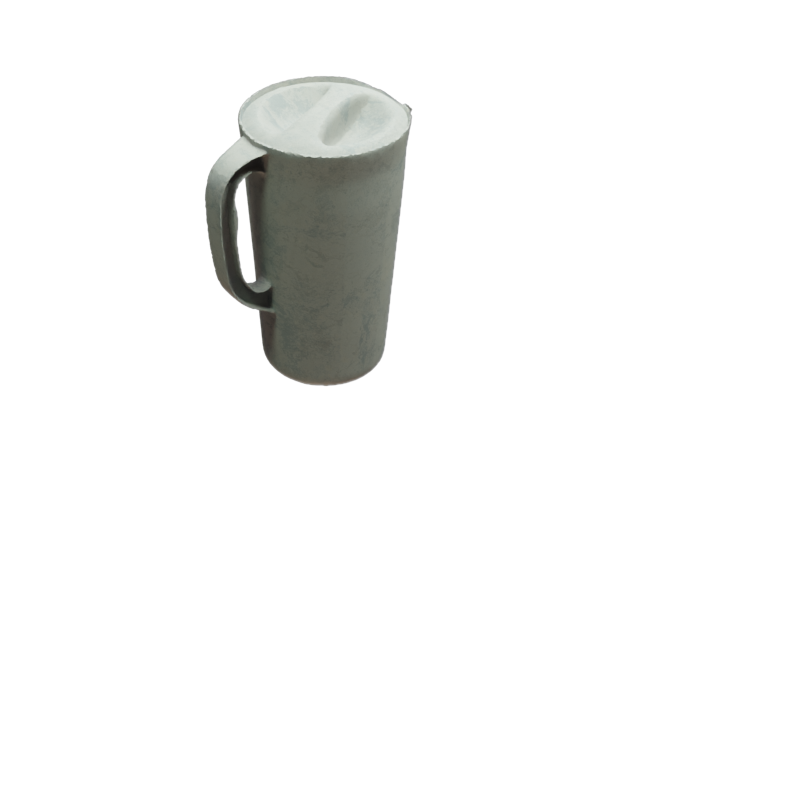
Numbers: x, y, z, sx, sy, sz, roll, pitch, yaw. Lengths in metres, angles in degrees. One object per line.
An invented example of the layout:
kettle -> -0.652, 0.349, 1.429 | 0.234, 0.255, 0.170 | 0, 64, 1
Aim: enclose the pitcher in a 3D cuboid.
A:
pitcher -> -0.071, -0.130, 0.907 | 0.150, 0.227, 0.154 | 4, 37, 3
